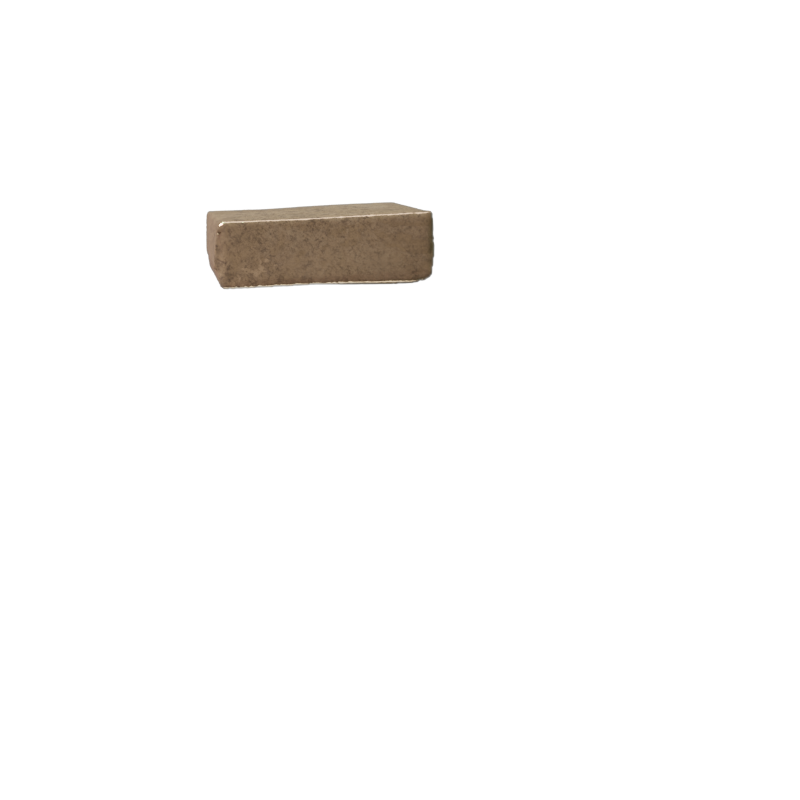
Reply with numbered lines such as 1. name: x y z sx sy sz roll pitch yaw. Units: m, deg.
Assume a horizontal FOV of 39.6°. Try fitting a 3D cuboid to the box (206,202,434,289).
1. box: -0.047 -0.086 0.599 0.112 0.038 0.093 -2 13 -11
